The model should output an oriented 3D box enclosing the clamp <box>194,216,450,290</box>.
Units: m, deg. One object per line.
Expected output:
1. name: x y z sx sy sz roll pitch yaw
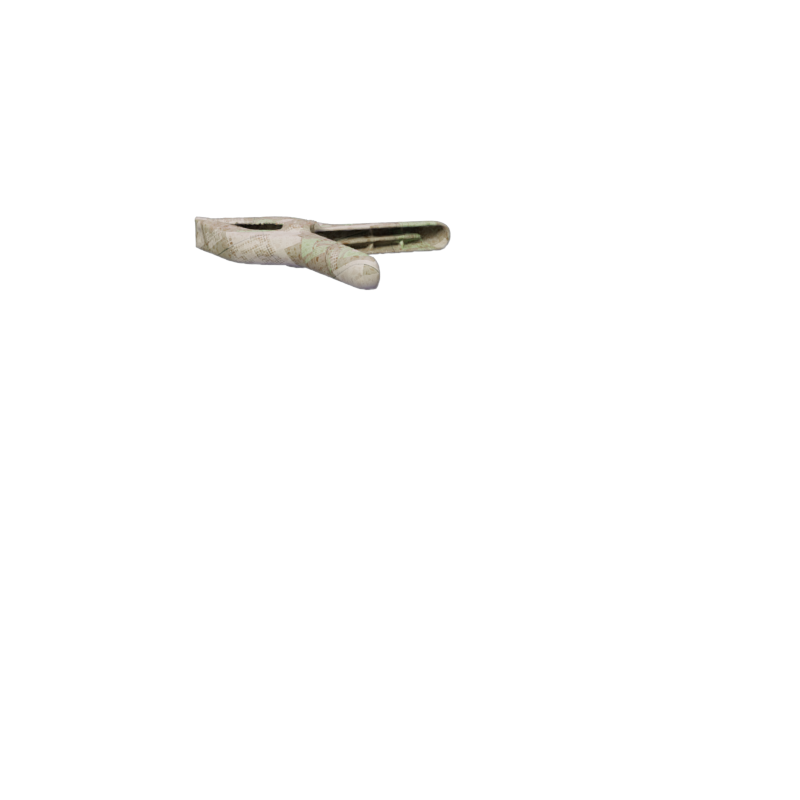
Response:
1. clamp: -0.071 -0.130 0.912 0.219 0.035 0.163 11 22 29
